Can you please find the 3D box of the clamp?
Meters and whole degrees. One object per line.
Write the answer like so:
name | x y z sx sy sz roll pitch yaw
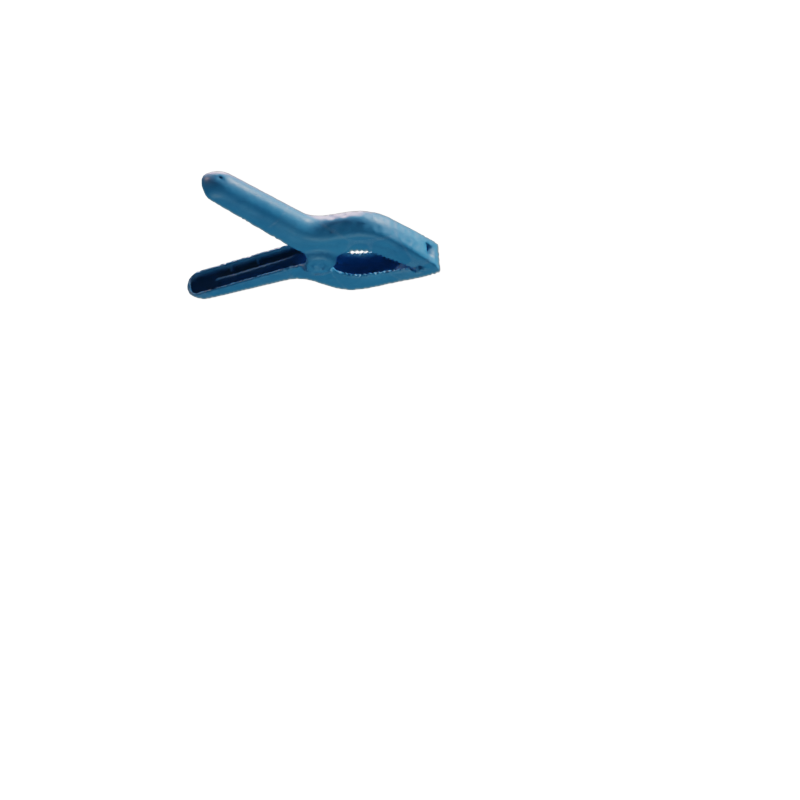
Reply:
clamp | -0.070 -0.128 0.894 0.209 0.039 0.155 2 -26 -4
